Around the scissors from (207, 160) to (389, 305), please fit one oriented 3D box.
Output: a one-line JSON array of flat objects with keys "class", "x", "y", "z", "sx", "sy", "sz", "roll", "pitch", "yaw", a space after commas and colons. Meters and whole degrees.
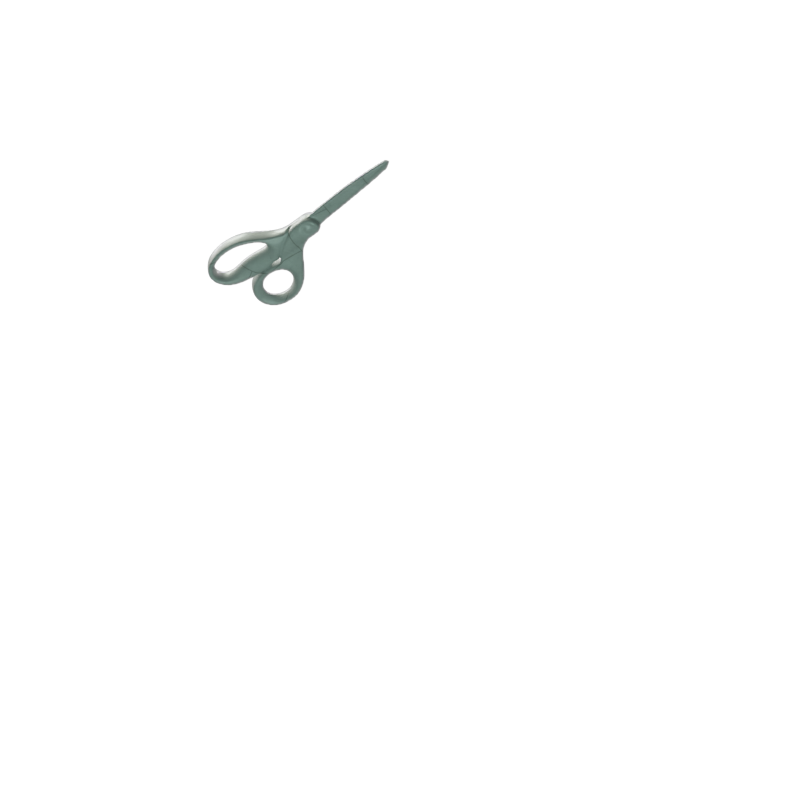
[{"class": "scissors", "x": -0.077, "y": -0.140, "z": 0.980, "sx": 0.203, "sy": 0.017, "sz": 0.089, "roll": -21, "pitch": -46, "yaw": 21}]
